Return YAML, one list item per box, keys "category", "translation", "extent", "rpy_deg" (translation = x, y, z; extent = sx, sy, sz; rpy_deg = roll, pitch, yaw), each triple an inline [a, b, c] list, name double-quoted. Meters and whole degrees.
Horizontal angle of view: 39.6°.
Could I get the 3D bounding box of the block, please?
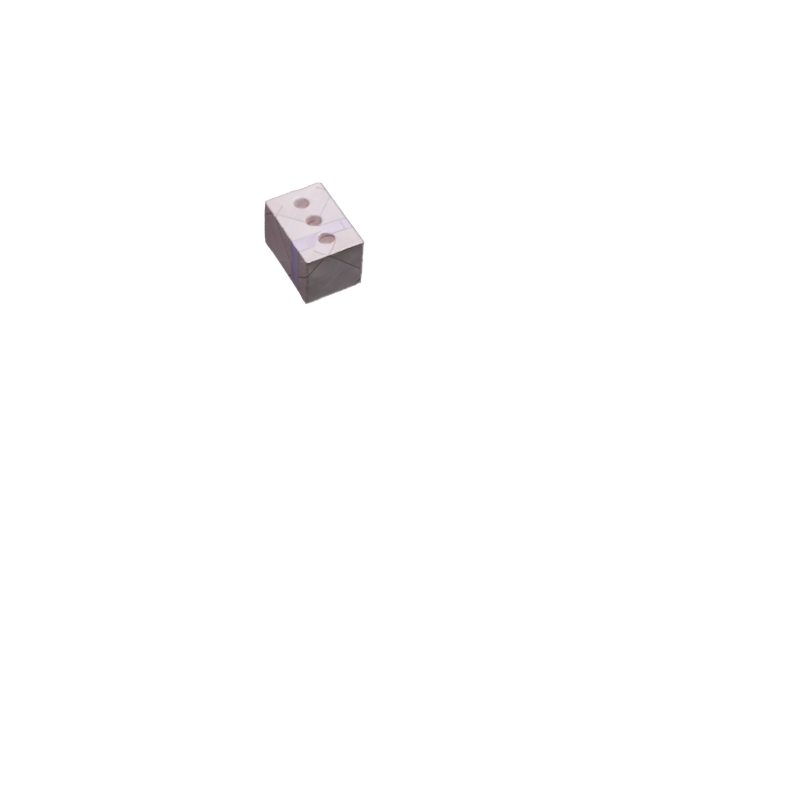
- category: "block"
  translation: [-0.070, -0.127, 0.890]
  extent: [0.052, 0.084, 0.048]
  rpy_deg: [-22, -36, -19]
